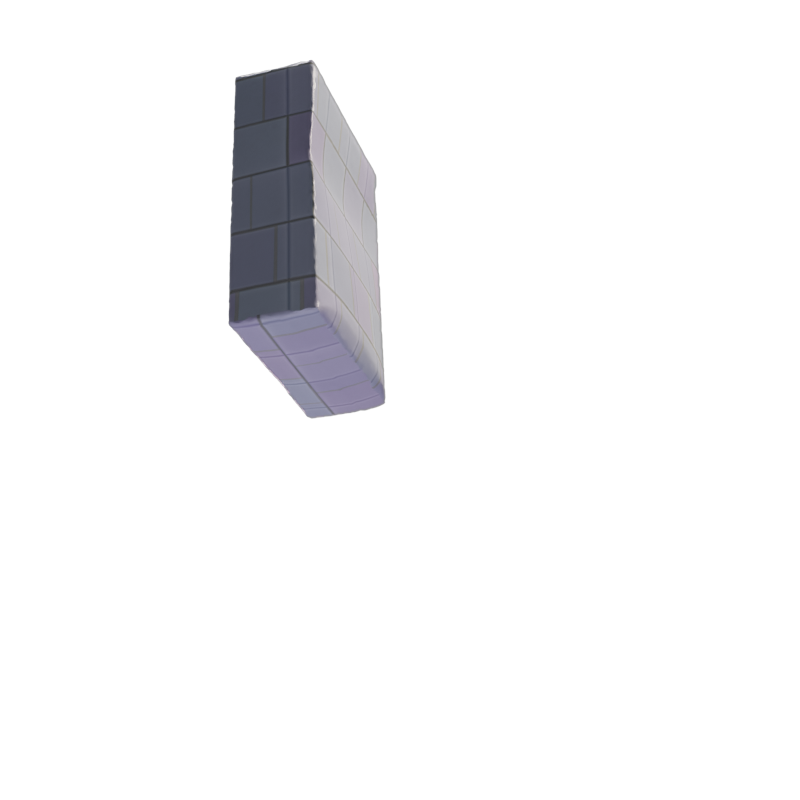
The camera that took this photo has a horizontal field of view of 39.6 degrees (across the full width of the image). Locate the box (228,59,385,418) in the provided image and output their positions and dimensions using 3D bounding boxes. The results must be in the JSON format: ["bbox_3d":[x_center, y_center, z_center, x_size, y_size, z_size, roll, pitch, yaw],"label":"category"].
[{"bbox_3d":[-0.065,-0.118,0.825,0.073,0.228,0.152,-11,-30,14],"label":"box"}]
